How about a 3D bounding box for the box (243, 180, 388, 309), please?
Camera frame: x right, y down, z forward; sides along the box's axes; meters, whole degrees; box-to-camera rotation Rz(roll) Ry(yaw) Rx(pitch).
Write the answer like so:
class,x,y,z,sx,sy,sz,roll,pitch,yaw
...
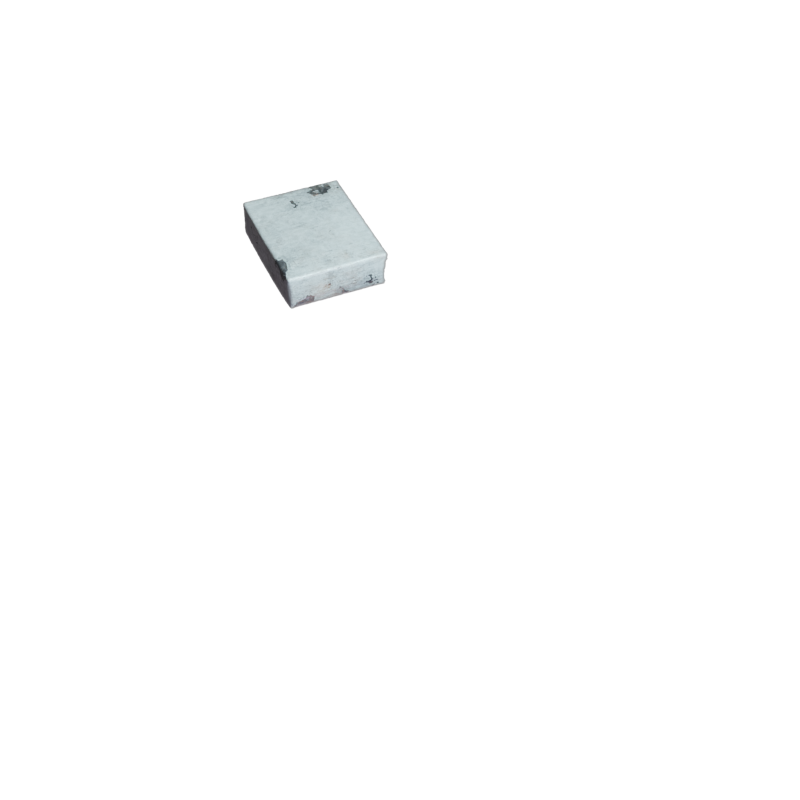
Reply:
class,x,y,z,sx,sy,sz,roll,pitch,yaw
box,-0.074,-0.135,0.947,0.089,0.036,0.123,-17,49,-16
